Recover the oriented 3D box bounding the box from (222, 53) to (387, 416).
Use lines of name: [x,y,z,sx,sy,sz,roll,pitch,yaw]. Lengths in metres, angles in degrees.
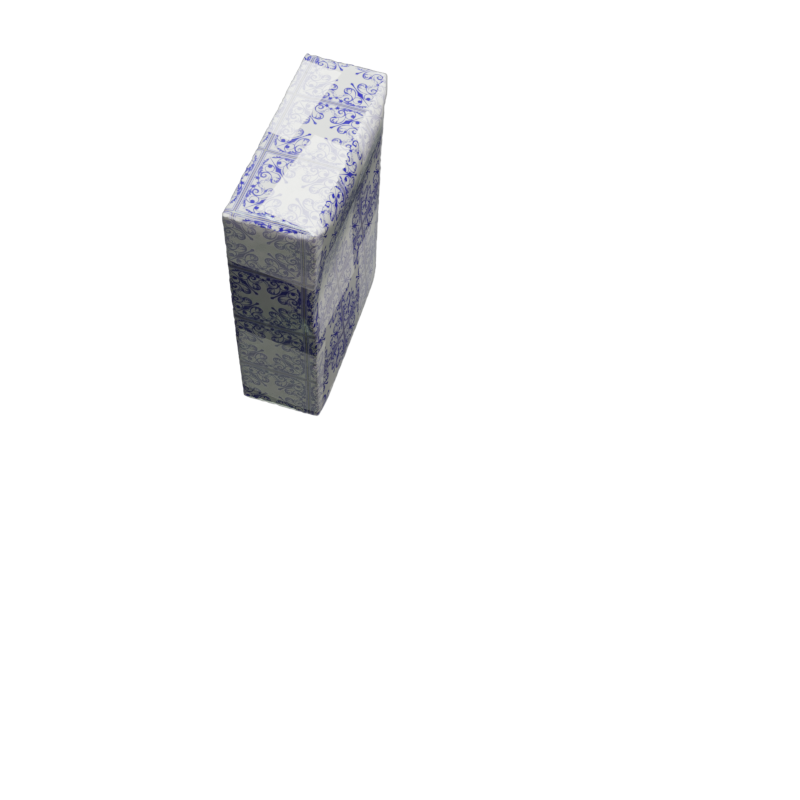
box: [-0.064,-0.116,0.812,0.073,0.172,0.200,15,-35,6]
